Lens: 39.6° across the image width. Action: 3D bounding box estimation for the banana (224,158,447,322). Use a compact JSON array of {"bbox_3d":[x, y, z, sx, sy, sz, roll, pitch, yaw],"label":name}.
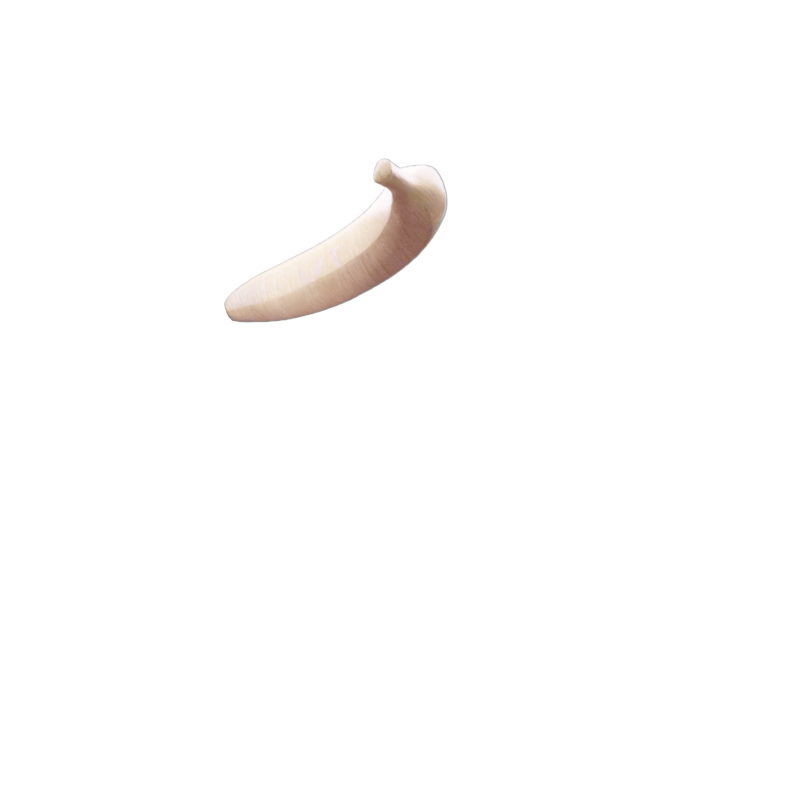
[{"bbox_3d":[-0.029,-0.084,0.605,0.067,0.039,0.195,12,-24,-28],"label":"banana"}]
